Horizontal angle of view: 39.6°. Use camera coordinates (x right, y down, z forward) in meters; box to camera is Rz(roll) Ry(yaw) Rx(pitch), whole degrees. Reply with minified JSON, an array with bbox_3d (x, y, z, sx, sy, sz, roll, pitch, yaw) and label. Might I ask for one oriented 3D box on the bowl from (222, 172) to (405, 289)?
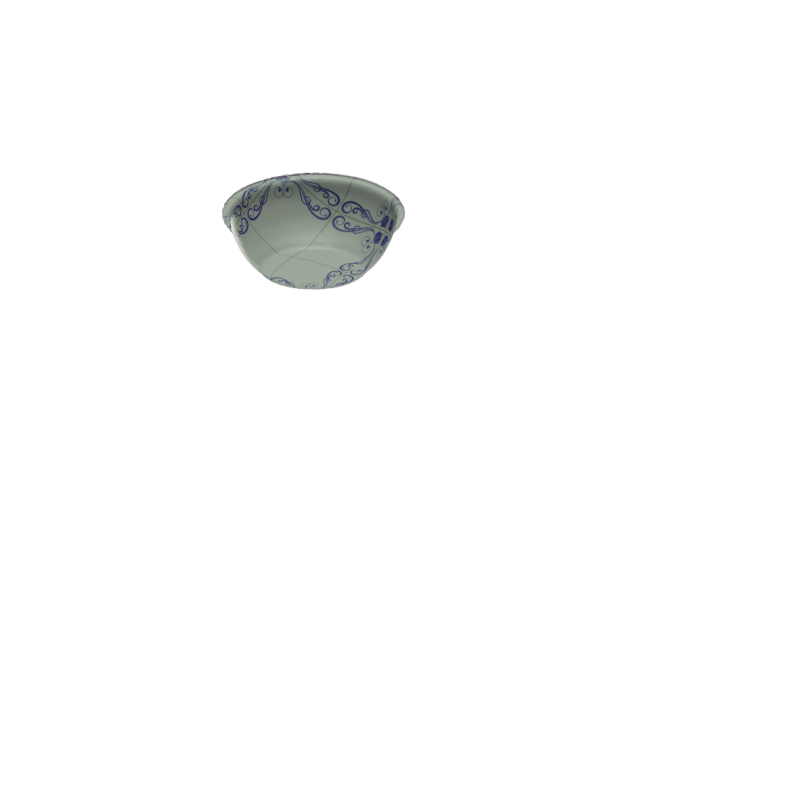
[{"bbox_3d":[-0.076,-0.138,0.969,0.162,0.058,0.155,0,-18,-2],"label":"bowl"}]
